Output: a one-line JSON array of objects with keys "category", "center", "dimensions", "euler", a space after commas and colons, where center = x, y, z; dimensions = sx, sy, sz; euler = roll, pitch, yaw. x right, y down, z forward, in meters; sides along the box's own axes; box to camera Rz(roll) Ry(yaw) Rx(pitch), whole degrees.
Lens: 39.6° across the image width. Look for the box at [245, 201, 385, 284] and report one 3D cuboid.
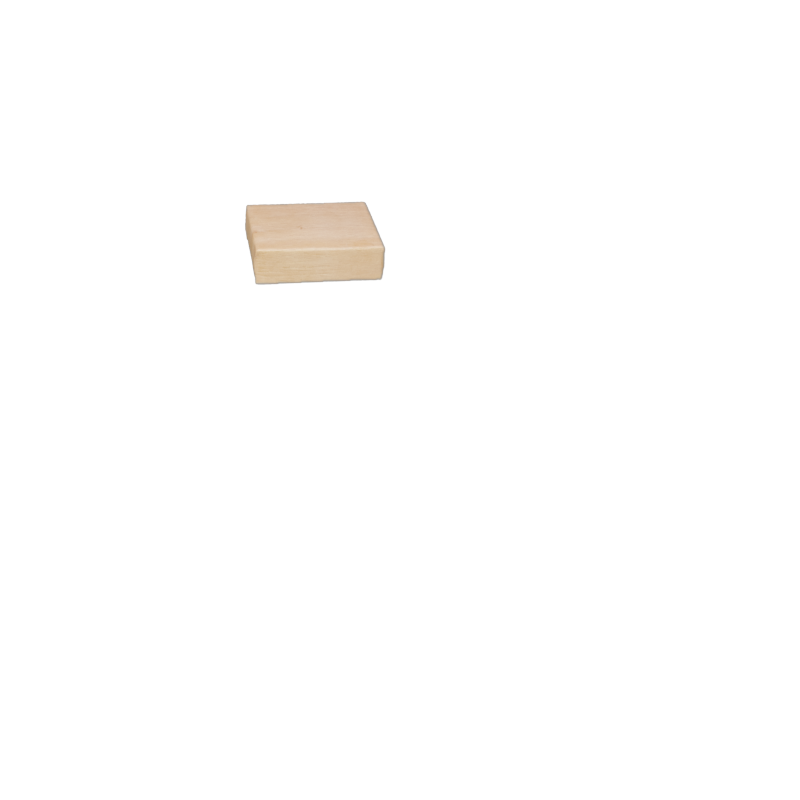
[{"category": "box", "center": [-0.076, -0.139, 0.972], "dimensions": [0.112, 0.037, 0.096], "euler": [-5, 33, -9]}]
